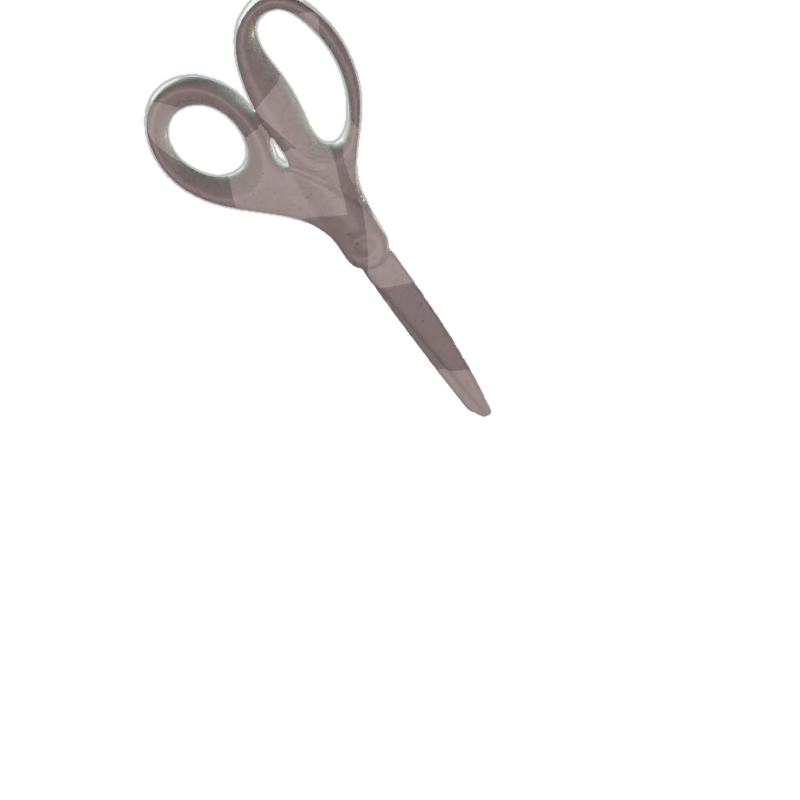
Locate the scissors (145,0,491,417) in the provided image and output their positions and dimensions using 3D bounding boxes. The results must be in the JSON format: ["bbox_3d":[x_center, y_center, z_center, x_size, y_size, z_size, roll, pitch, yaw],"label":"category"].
[{"bbox_3d":[-0.036,-0.065,0.458,0.096,0.192,0.016,-17,19,6],"label":"scissors"}]
